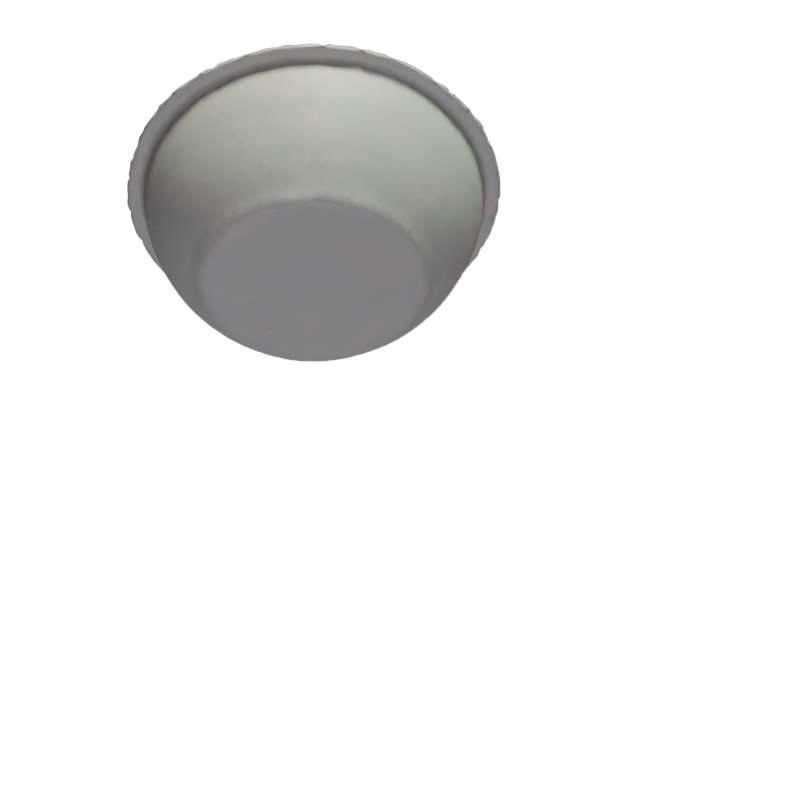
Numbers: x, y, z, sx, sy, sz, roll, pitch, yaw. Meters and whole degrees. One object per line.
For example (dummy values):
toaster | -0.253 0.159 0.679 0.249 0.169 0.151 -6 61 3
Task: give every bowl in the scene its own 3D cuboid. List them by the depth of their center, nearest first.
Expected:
bowl | -0.036 -0.066 0.465 0.162 0.059 0.151 1 -44 -1
